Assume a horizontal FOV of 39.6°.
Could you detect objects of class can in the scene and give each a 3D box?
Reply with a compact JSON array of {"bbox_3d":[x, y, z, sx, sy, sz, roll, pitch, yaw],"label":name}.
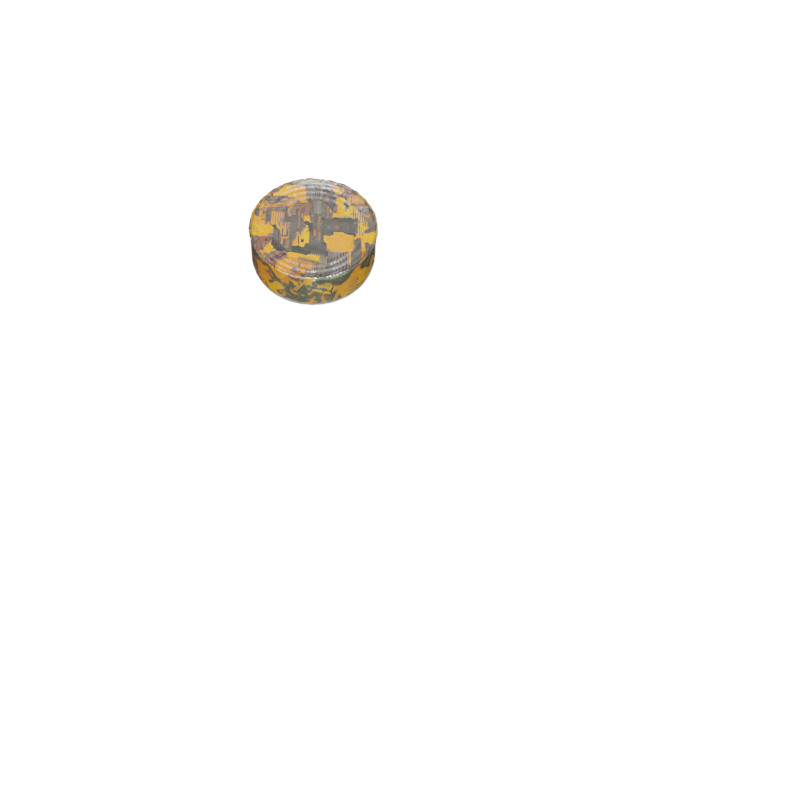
[{"bbox_3d":[-0.059,-0.107,0.749,0.086,0.092,0.031,-1,-35,-1],"label":"can"}]
